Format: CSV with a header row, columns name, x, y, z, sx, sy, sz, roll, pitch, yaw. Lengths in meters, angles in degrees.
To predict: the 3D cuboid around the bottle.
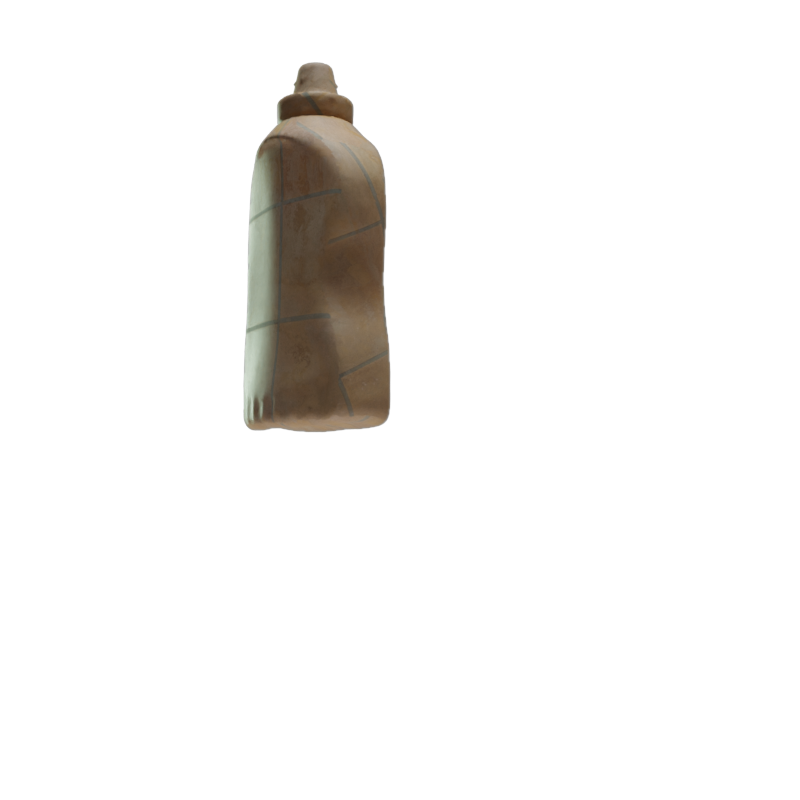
name,x,y,z,sx,sy,sz,roll,pitch,yaw
bottle,-0.045,-0.082,0.574,0.056,0.197,0.097,6,-13,-31
